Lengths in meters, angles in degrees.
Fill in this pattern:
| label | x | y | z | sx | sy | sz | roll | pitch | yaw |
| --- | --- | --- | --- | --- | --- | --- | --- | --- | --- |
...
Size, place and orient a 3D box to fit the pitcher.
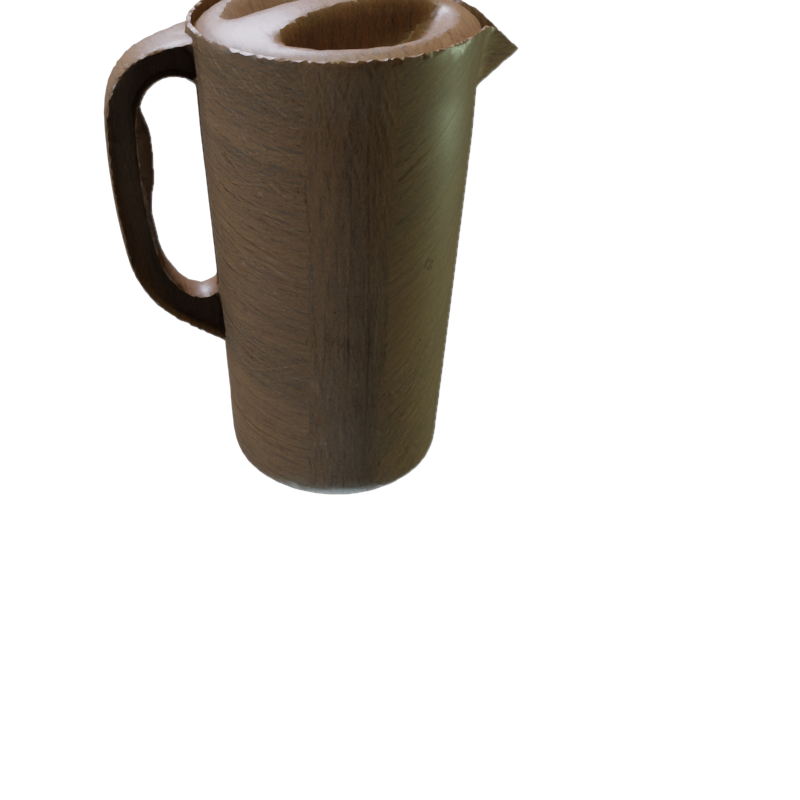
| label | x | y | z | sx | sy | sz | roll | pitch | yaw |
| --- | --- | --- | --- | --- | --- | --- | --- | --- | --- |
| pitcher | -0.042 | -0.077 | 0.542 | 0.157 | 0.229 | 0.147 | 19 | 35 | 27 |
